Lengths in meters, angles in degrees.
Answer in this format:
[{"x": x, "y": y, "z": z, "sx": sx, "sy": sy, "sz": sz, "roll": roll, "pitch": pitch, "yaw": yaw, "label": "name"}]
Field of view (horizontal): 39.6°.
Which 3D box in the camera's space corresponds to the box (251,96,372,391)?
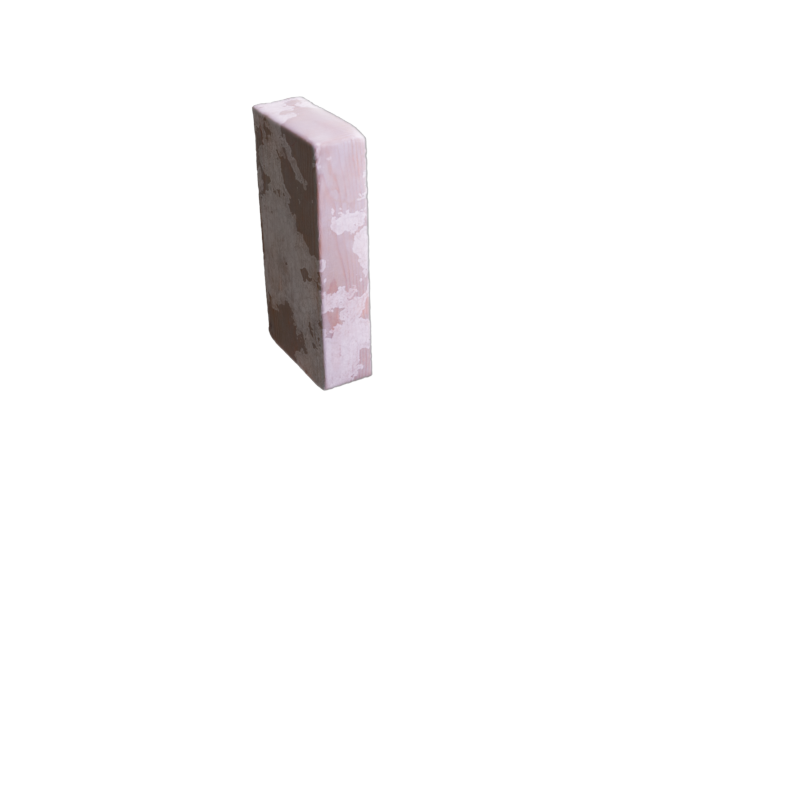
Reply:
[{"x": -0.058, "y": -0.106, "z": 0.745, "sx": 0.047, "sy": 0.167, "sz": 0.100, "roll": -13, "pitch": 31, "yaw": -27, "label": "box"}]
